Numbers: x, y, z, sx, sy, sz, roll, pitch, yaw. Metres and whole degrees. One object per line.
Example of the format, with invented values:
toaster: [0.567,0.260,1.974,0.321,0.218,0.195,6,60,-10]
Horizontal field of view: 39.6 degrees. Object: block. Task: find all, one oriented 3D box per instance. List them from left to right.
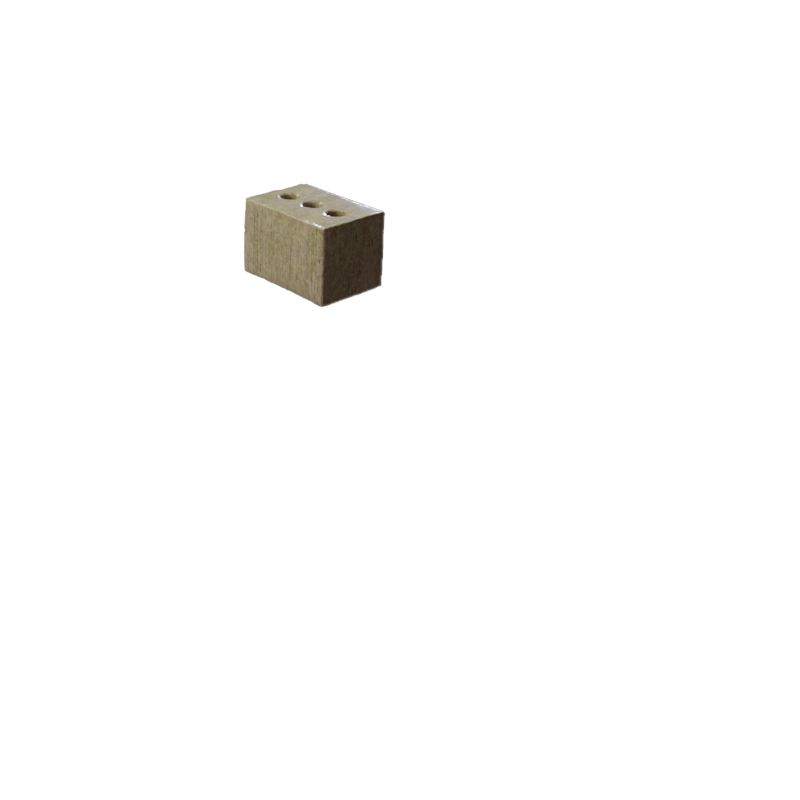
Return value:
block: [-0.054,-0.099,0.695,0.052,0.049,0.083,-21,33,-39]
